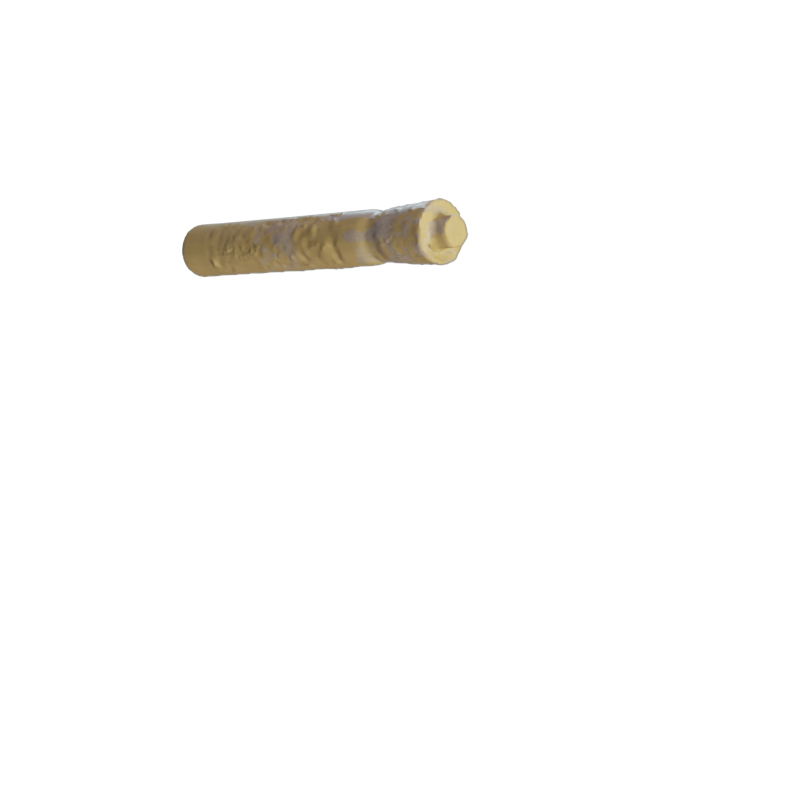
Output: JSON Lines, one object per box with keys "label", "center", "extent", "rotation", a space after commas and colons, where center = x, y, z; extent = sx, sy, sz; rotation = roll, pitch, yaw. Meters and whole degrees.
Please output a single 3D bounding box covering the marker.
{"label": "marker", "center": [-0.027, -0.050, 0.350], "extent": [0.019, 0.020, 0.126], "rotation": [-4, 5, -43]}
